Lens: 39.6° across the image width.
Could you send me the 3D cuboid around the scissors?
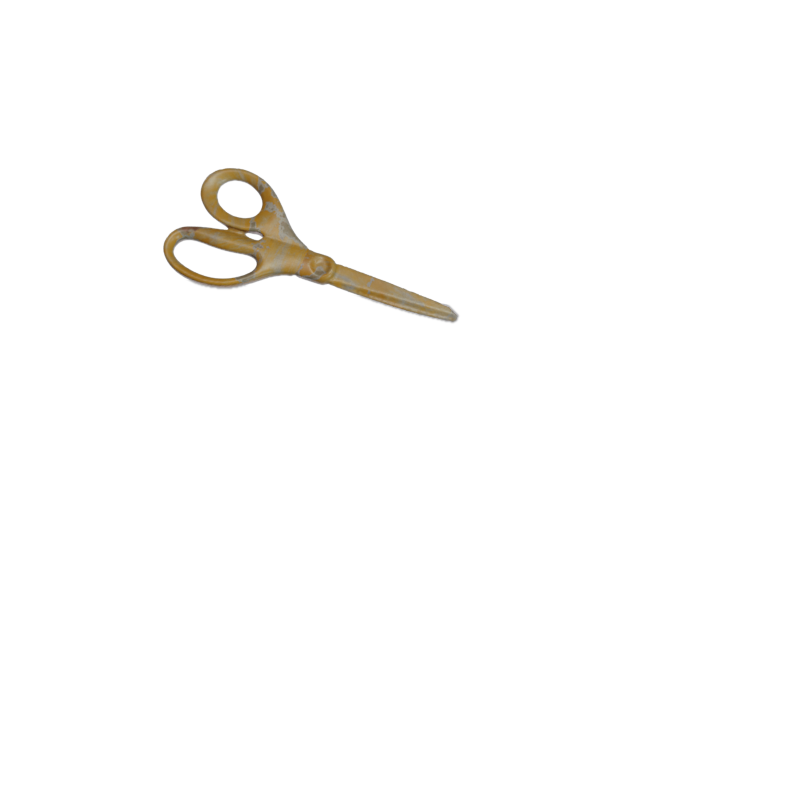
[{"bbox_3d":[-0.059,-0.108,0.758,0.202,0.100,0.015,5,-20,2],"label":"scissors"}]
